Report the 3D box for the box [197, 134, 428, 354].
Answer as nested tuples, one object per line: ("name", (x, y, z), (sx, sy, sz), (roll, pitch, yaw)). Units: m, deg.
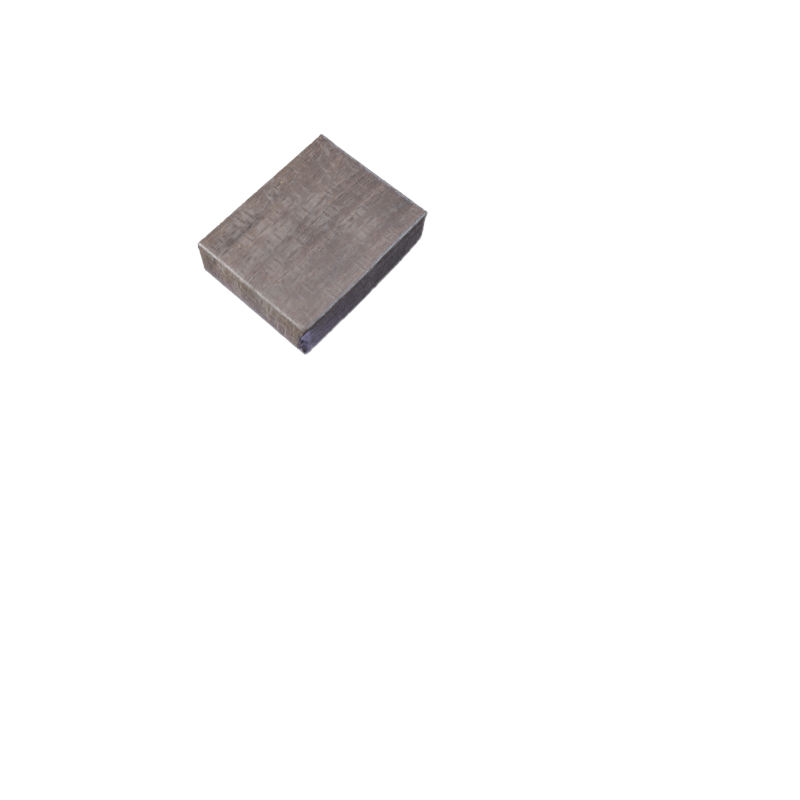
("box", (-0.053, -0.097, 0.680), (0.094, 0.115, 0.037), (38, -23, 18))
